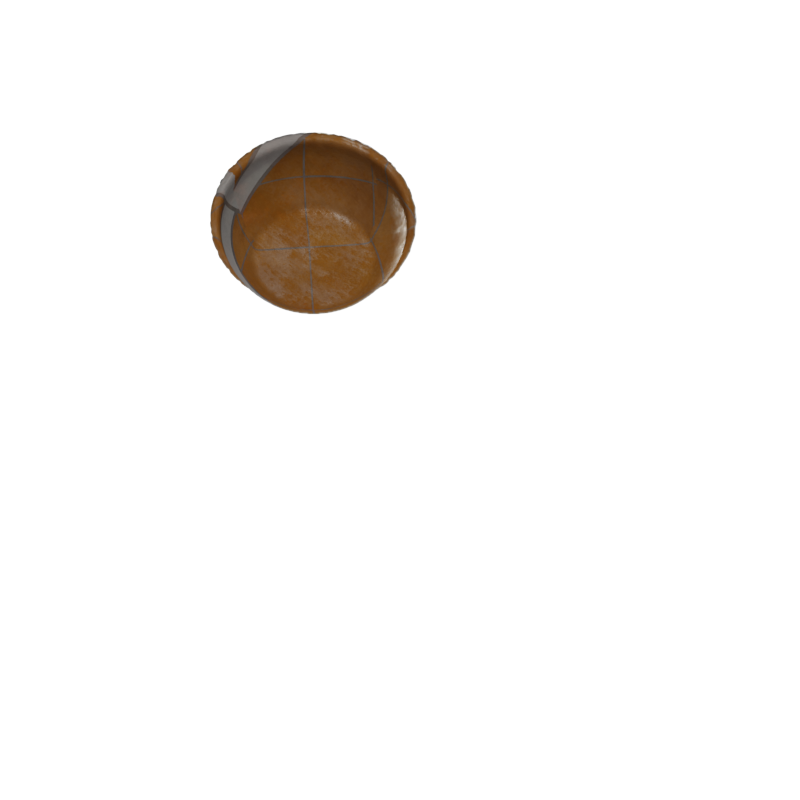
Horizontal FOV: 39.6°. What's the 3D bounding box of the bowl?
[{"bbox_3d":[-0.066,-0.121,0.848,0.162,0.152,0.059,1,36,-1],"label":"bowl"}]
